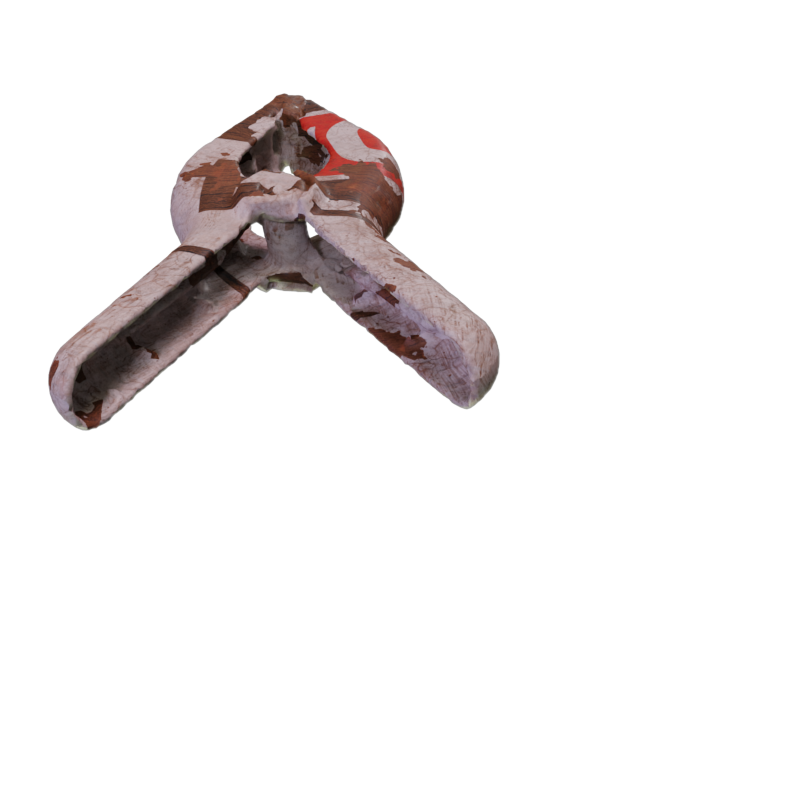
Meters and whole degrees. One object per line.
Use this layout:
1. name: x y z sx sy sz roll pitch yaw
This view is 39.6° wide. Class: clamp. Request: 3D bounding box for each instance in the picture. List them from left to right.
1. clamp: -0.028 -0.050 0.352 0.121 0.037 0.182 5 40 5
